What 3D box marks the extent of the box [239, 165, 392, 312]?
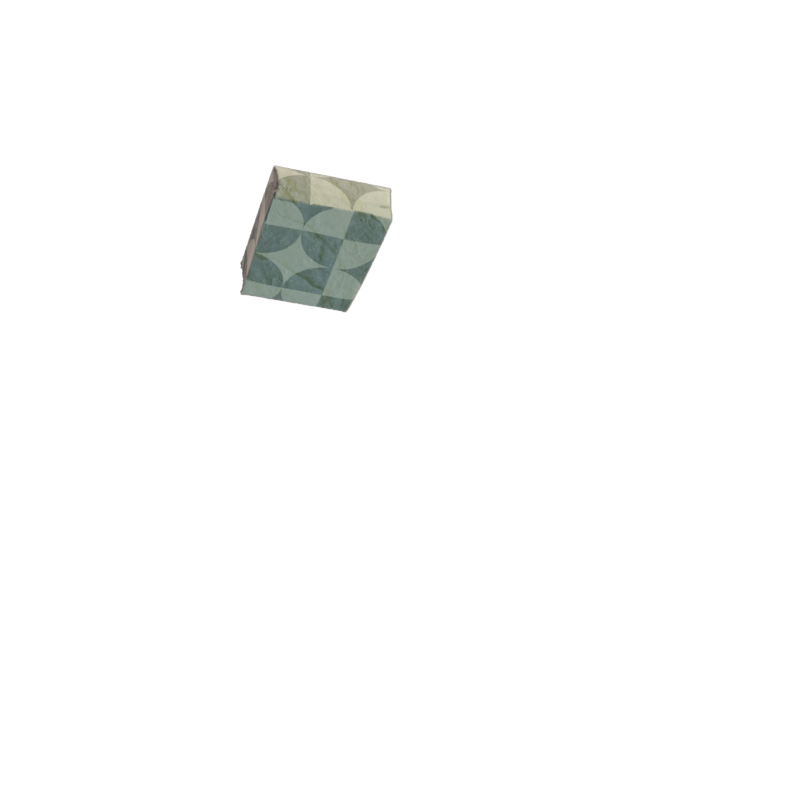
[{"bbox_3d":[-0.065,-0.118,0.826,0.088,0.042,0.108,11,-42,-14],"label":"box"}]
